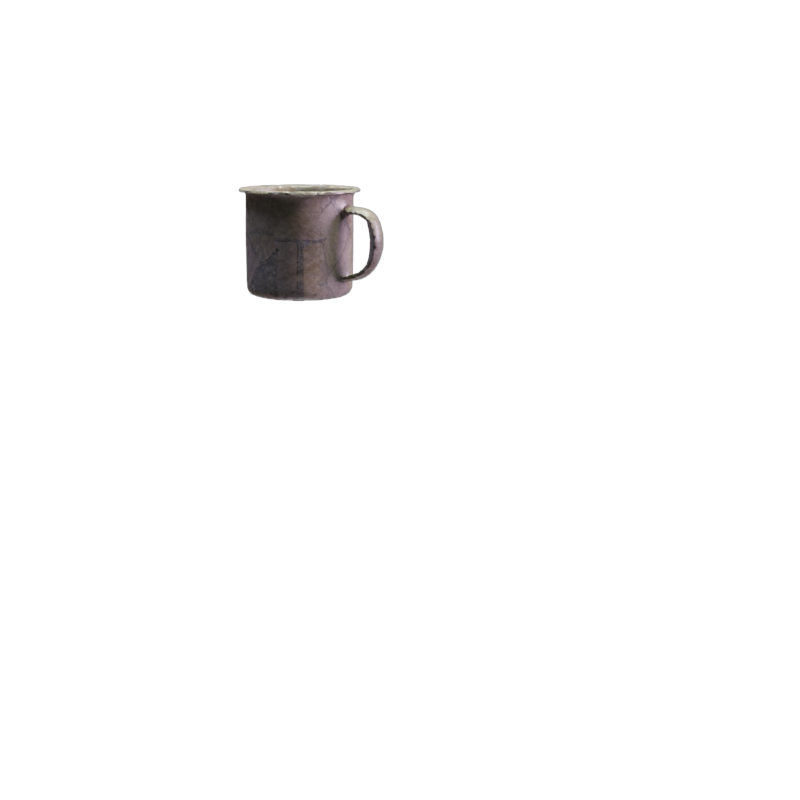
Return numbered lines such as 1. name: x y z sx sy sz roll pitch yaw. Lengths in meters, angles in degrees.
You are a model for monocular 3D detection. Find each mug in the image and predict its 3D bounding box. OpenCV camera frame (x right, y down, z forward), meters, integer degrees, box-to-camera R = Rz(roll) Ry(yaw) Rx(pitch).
1. mug: -0.066 -0.120 0.840 0.121 0.080 0.092 6 12 26
